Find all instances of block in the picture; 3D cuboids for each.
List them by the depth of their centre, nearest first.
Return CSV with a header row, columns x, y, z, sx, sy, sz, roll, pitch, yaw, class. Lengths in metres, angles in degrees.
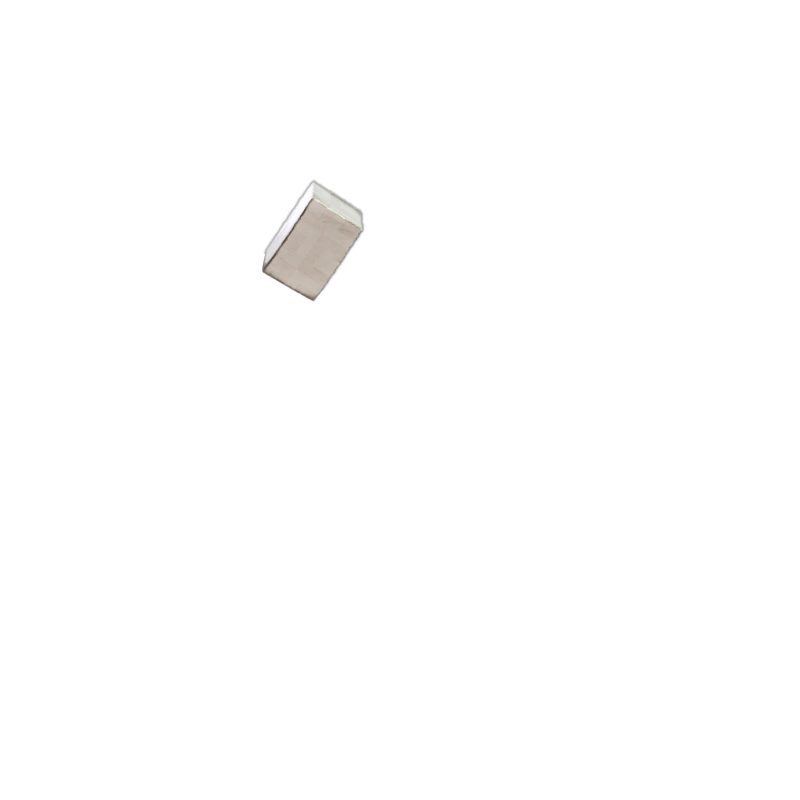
x,y,z,sx,sy,sz,roll,pitch,yaw,class
-0.073,-0.133,0.931,0.051,0.077,0.054,33,16,-14,block
